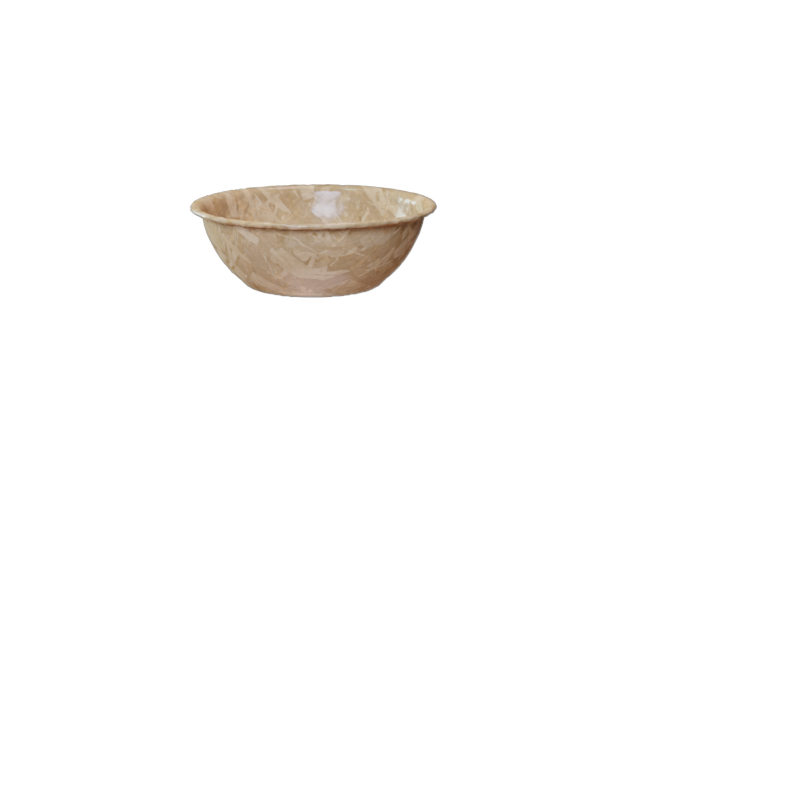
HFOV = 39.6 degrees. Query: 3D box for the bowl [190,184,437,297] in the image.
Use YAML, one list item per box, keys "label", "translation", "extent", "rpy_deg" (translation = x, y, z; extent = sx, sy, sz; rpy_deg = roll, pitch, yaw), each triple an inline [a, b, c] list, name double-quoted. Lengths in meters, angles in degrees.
- label: "bowl"
  translation: [-0.057, -0.105, 0.734]
  extent: [0.162, 0.053, 0.168]
  rpy_deg: [-1, 18, -2]
